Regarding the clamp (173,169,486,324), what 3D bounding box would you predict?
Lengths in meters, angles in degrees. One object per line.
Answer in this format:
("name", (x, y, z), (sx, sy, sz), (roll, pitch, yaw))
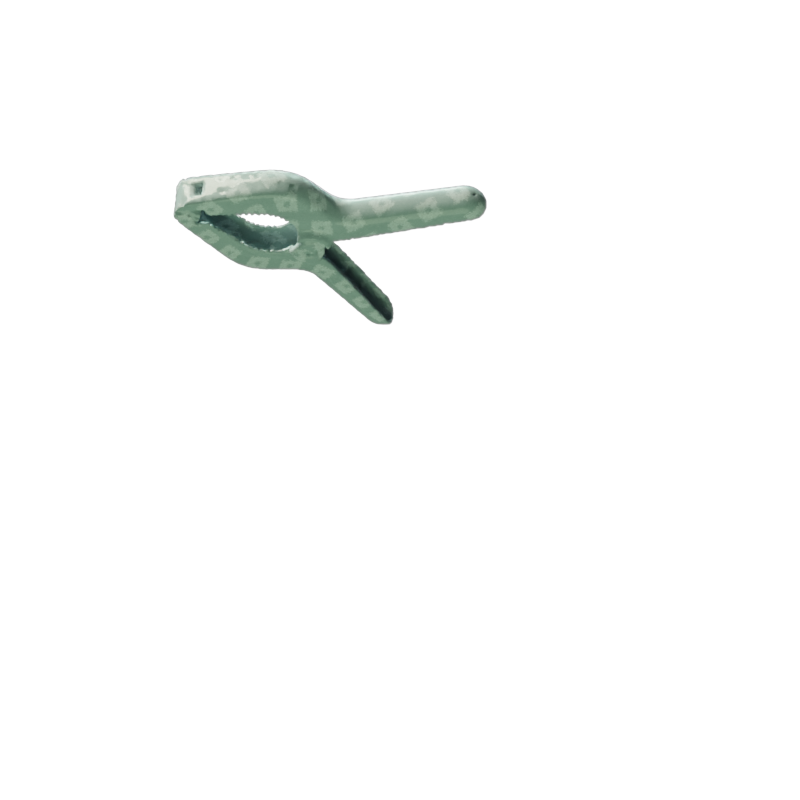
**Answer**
("clamp", (-0.063, -0.115, 0.808), (0.205, 0.039, 0.157), (9, -34, -14))
